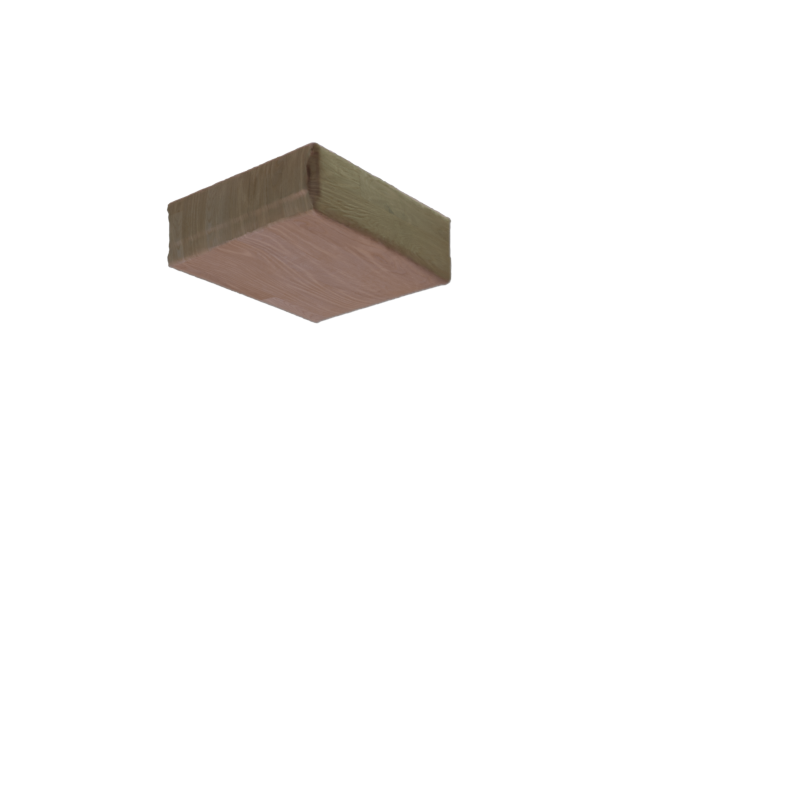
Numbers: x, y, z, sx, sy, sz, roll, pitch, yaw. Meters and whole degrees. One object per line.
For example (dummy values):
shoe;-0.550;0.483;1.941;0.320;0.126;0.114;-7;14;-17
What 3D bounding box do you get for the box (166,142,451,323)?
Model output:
box;-0.041;-0.076;0.529;0.091;0.041;0.106;-14;-23;35
